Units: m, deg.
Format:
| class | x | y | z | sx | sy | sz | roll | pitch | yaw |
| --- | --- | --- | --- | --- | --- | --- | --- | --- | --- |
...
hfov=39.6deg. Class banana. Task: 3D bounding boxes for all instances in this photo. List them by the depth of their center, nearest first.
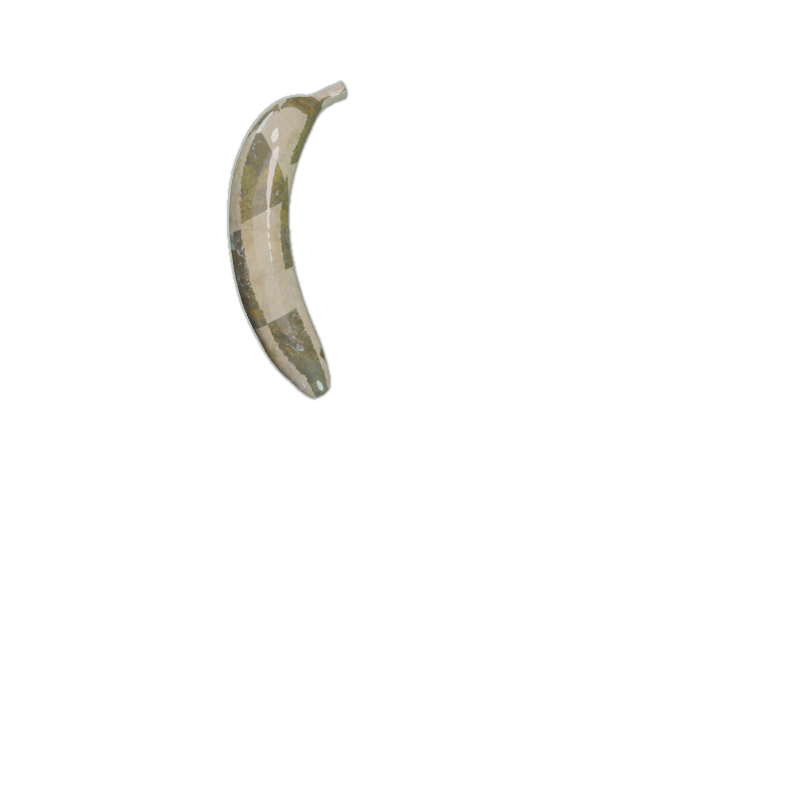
| class | x | y | z | sx | sy | sz | roll | pitch | yaw |
| --- | --- | --- | --- | --- | --- | --- | --- | --- | --- |
| banana | -0.071 | -0.102 | 0.677 | 0.069 | 0.200 | 0.036 | 3 | -5 | -1 |
